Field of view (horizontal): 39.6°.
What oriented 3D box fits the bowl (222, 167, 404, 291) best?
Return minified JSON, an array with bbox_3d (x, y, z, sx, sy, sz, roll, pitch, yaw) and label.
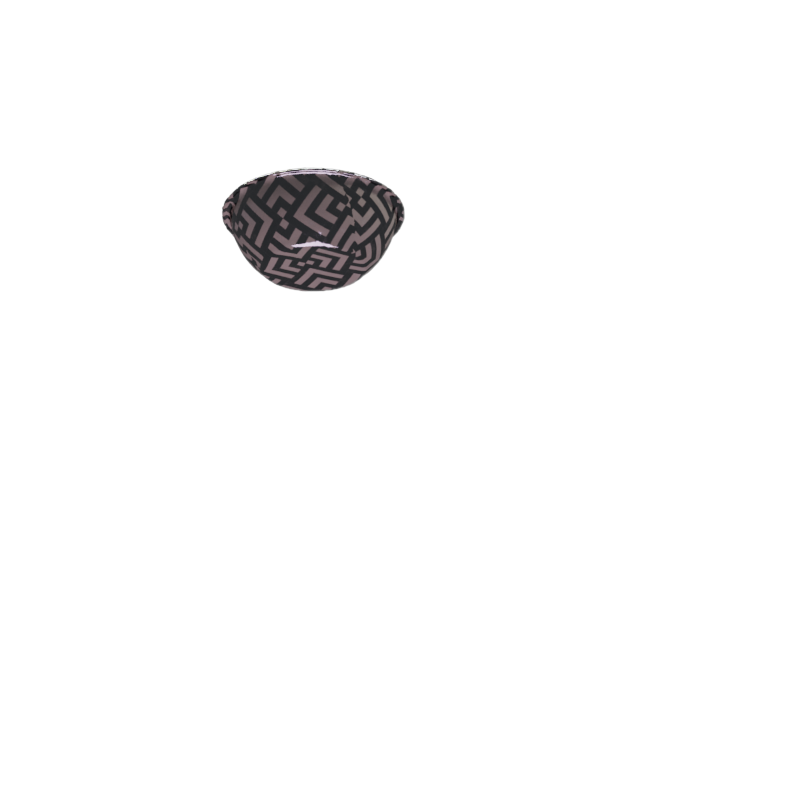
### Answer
[{"bbox_3d":[-0.076,-0.138,0.969,0.162,0.058,0.154,1,-22,-2],"label":"bowl"}]
